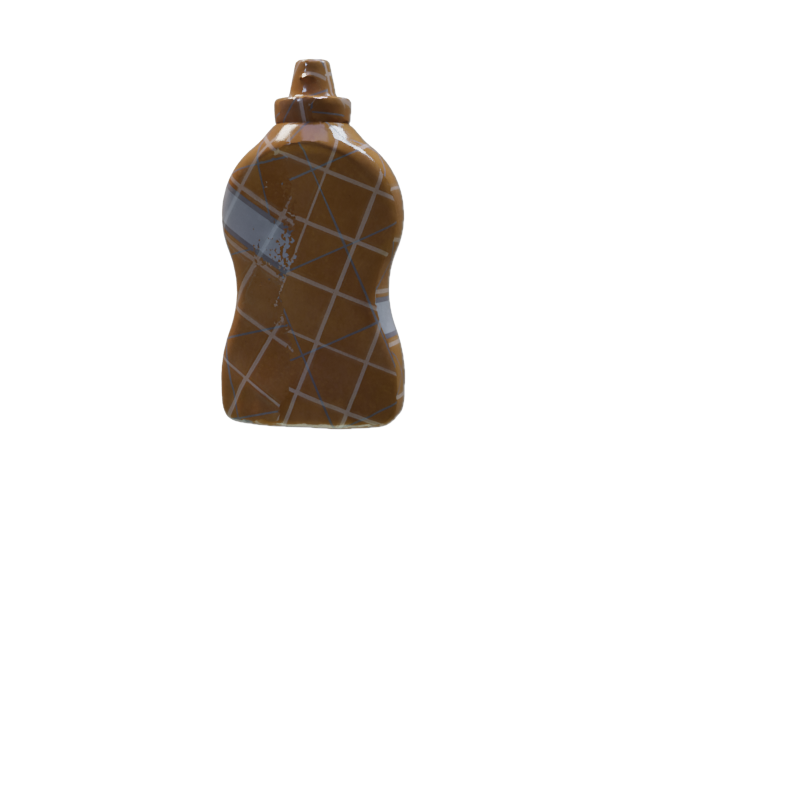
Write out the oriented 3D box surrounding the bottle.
[{"bbox_3d":[-0.046,-0.084,0.590,0.098,0.191,0.058,1,2,13],"label":"bottle"}]
